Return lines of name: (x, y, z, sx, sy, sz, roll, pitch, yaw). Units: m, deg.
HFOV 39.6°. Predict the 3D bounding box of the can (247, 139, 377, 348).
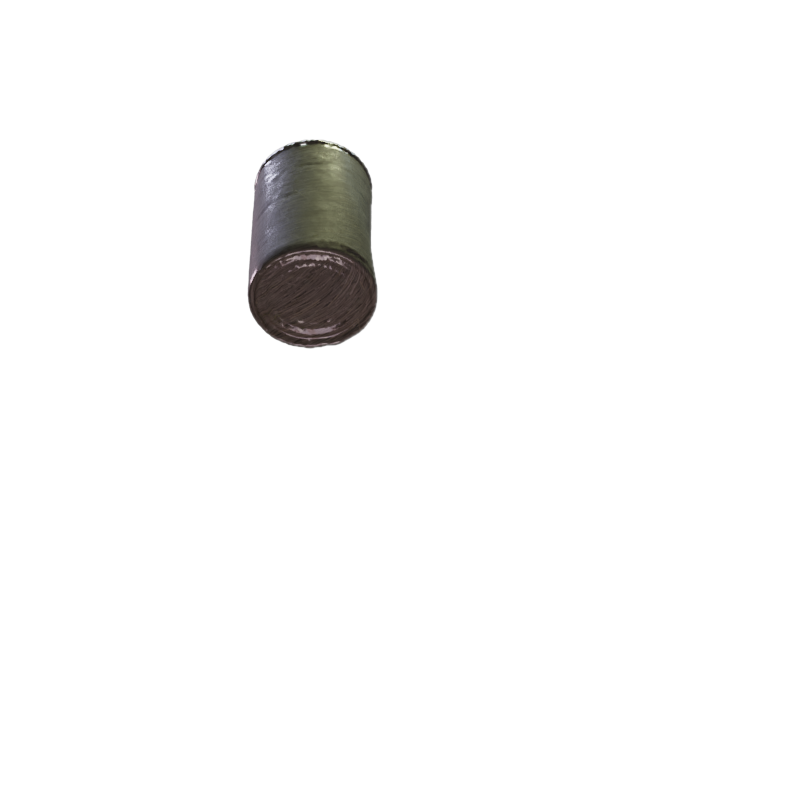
can: (-0.047, -0.085, 0.597, 0.068, 0.064, 0.110, -1, 41, -3)
